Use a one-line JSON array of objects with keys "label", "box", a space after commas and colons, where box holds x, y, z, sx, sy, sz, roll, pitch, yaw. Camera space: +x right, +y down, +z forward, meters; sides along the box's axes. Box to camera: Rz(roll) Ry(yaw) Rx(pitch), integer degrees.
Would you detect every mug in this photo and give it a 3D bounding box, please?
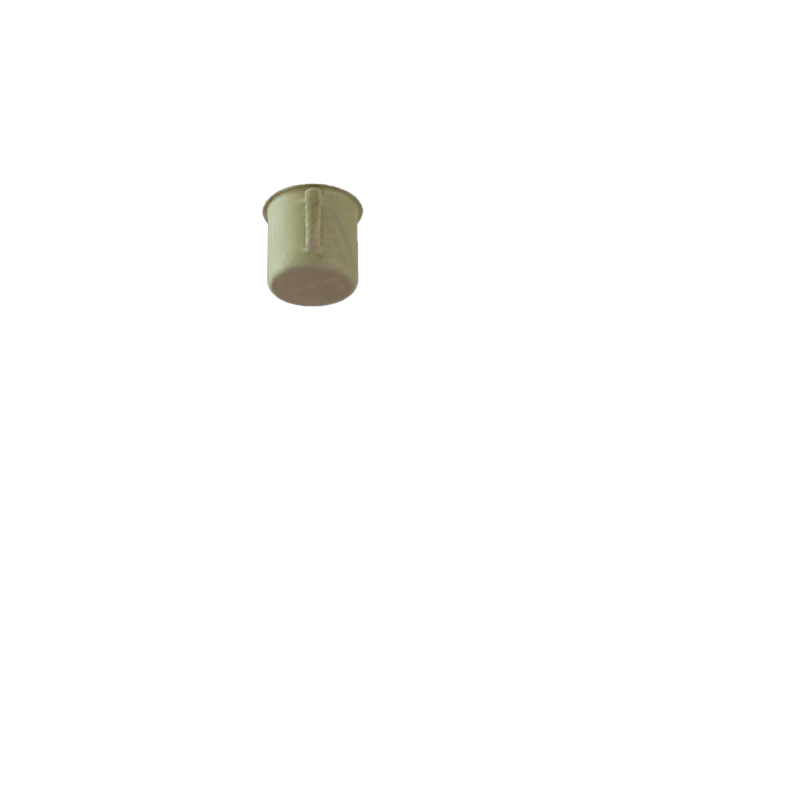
[{"label": "mug", "box": [-0.078, -0.142, 0.994, 0.093, 0.087, 0.111, 2, -27, -5]}]
